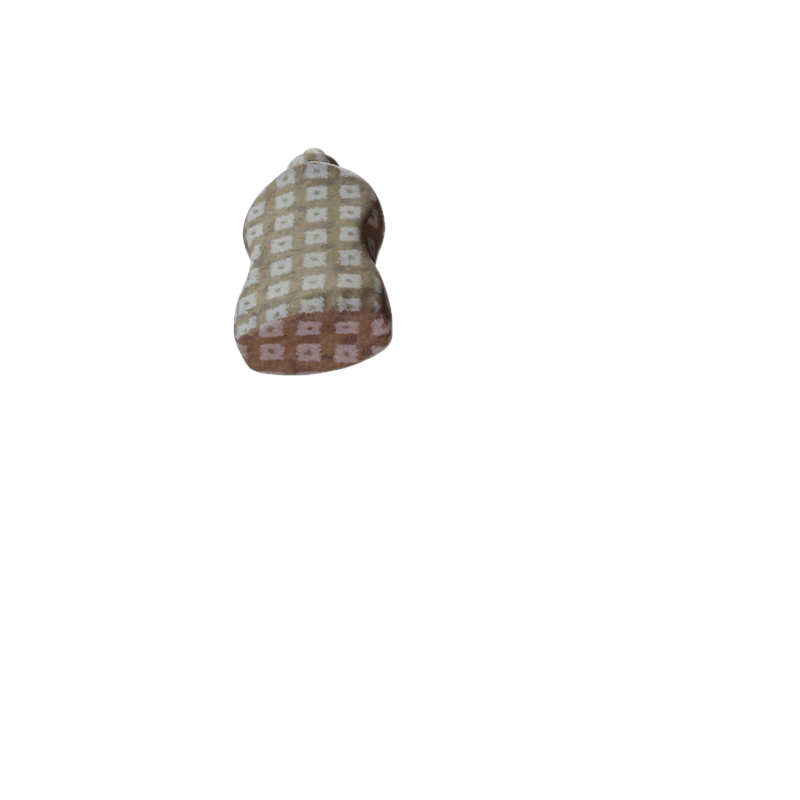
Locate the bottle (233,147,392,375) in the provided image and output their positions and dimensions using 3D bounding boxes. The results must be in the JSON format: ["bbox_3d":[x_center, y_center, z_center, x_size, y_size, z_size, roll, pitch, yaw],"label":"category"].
[{"bbox_3d":[-0.058,-0.106,0.743,0.097,0.206,0.054,-12,-45,9],"label":"bottle"}]
